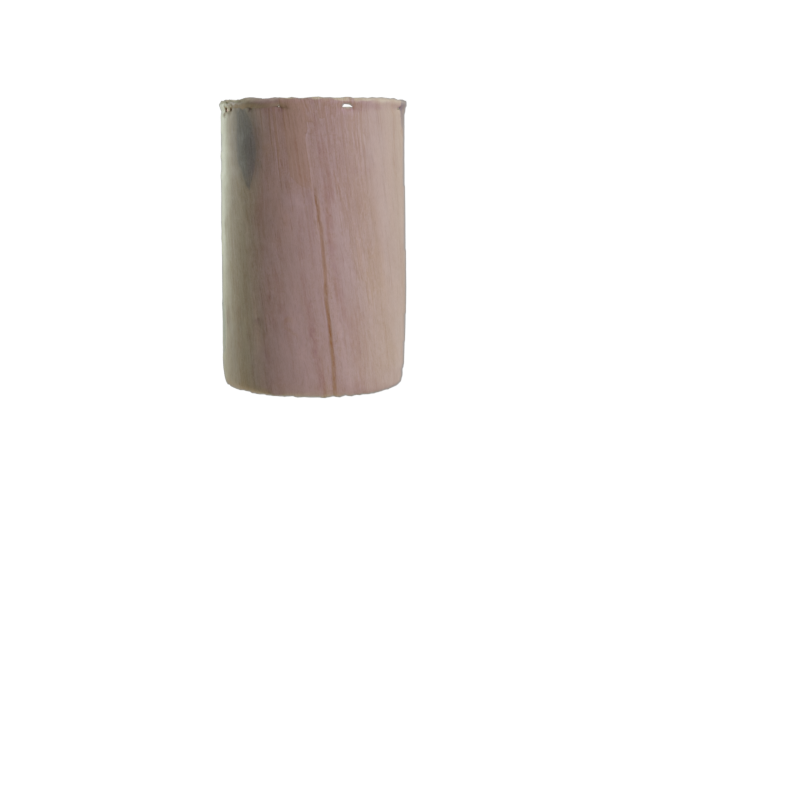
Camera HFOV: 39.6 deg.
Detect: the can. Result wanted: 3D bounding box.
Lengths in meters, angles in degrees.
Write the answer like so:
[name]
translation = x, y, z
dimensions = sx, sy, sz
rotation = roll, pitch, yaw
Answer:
[can]
translation = -0.032, -0.058, 0.405
dimensions = 0.068, 0.101, 0.070
rotation = 0, 7, -2
